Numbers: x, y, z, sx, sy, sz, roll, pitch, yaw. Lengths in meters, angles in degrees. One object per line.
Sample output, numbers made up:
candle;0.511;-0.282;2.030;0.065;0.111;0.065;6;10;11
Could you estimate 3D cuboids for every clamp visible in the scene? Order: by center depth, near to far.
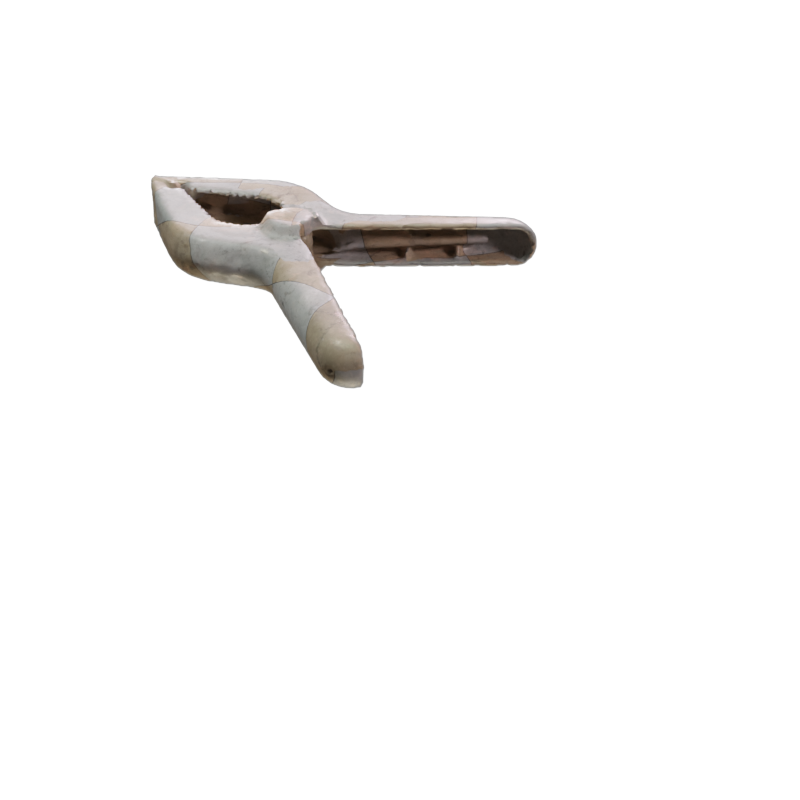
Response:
clamp;-0.046;-0.083;0.584;0.224;0.034;0.164;27;41;36
